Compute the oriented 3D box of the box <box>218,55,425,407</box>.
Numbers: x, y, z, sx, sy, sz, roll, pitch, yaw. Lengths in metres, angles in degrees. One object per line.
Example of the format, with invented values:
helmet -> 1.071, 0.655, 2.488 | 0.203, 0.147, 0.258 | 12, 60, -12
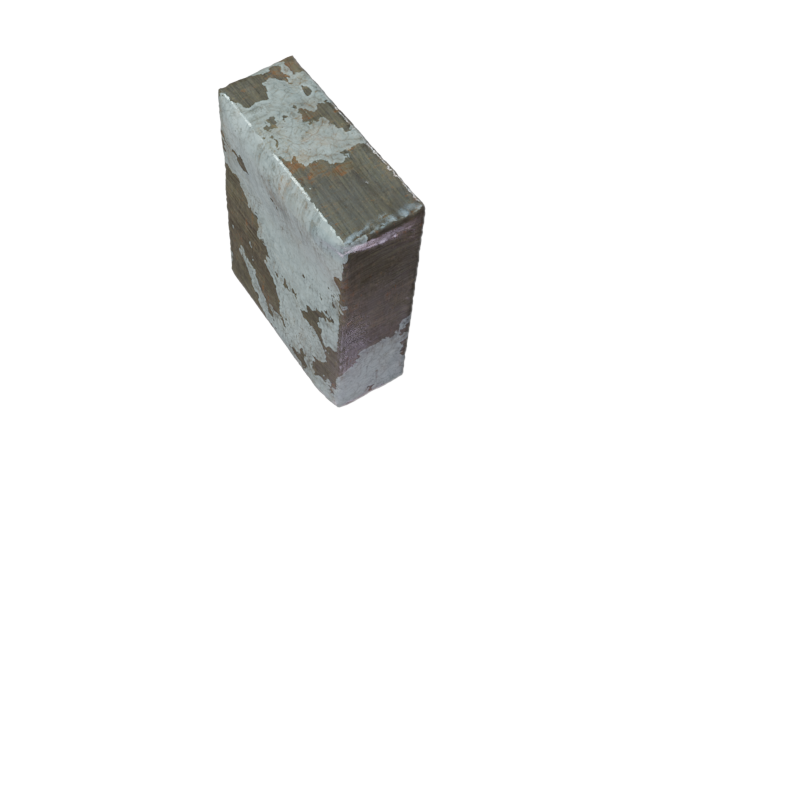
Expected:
box -> -0.063, -0.116, 0.811 | 0.072, 0.175, 0.200 | -28, -27, -19
